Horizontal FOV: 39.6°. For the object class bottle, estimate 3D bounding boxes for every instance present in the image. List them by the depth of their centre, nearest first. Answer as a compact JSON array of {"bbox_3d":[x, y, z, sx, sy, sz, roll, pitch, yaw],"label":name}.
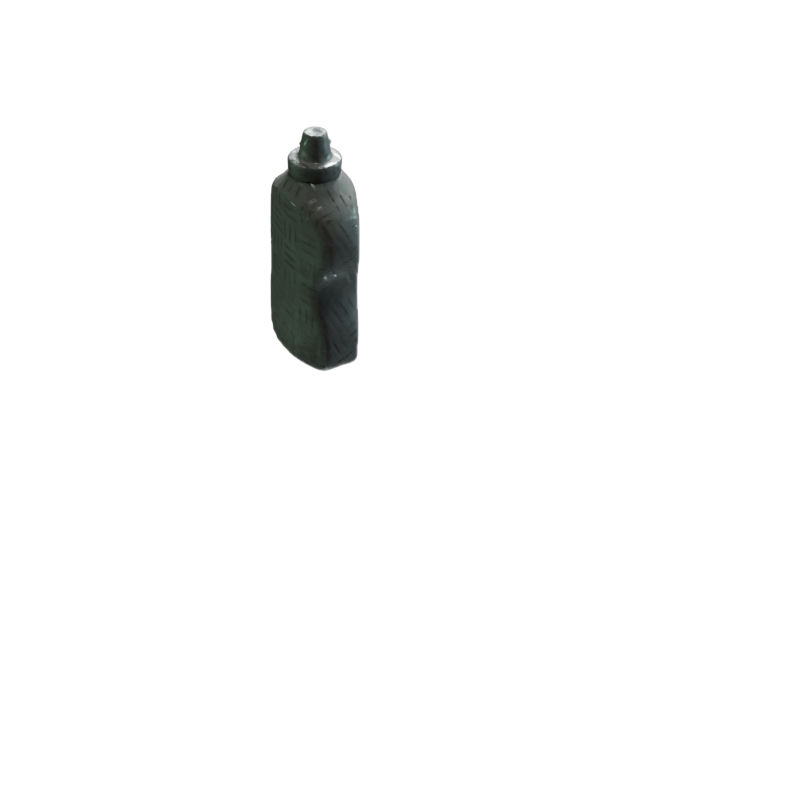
[{"bbox_3d":[-0.067,-0.124,0.867,0.057,0.179,0.104,-15,39,-24],"label":"bottle"}]
